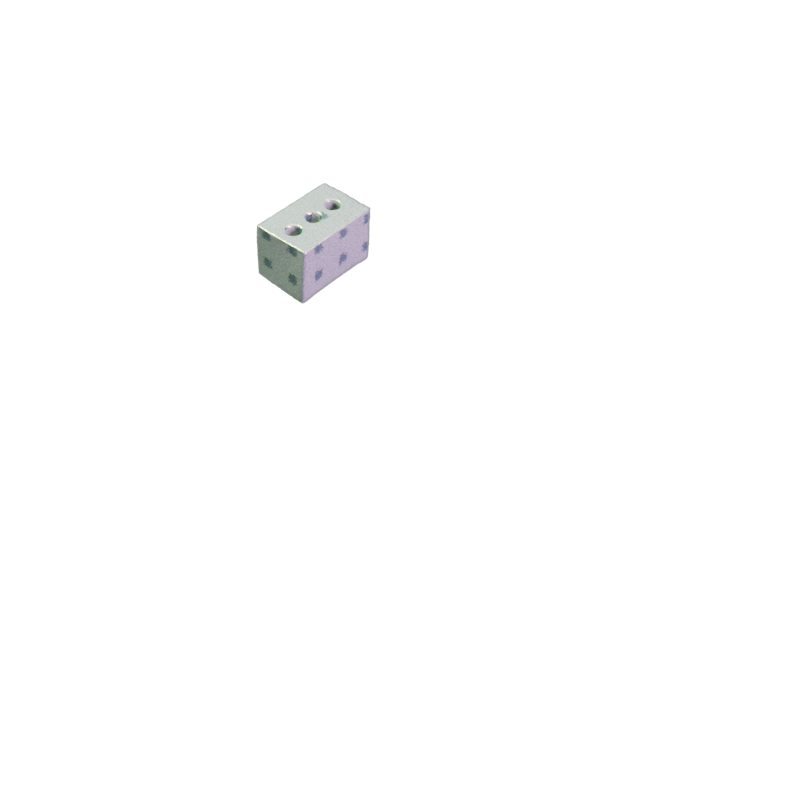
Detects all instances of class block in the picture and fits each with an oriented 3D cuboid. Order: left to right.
[{"bbox_3d":[-0.068,-0.125,0.873,0.056,0.048,0.079,31,52,27],"label":"block"}]
